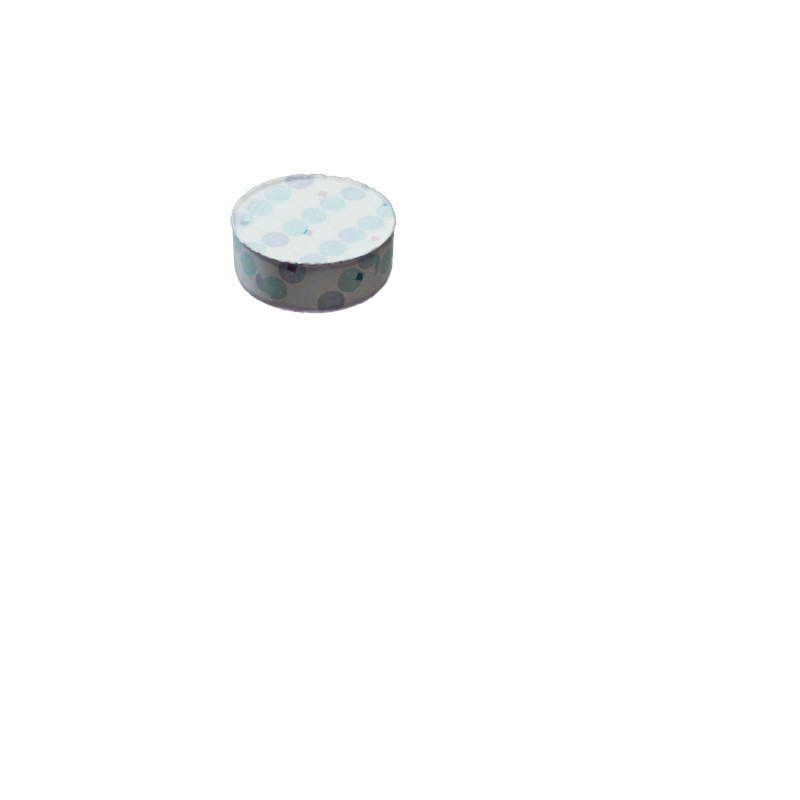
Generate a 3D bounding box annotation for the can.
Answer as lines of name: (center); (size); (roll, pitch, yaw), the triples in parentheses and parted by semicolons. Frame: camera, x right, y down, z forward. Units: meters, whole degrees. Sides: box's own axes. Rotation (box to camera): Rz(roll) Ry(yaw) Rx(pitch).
can: (-0.046, -0.083, 0.583); (0.086, 0.031, 0.092); (-1, 39, -2)
